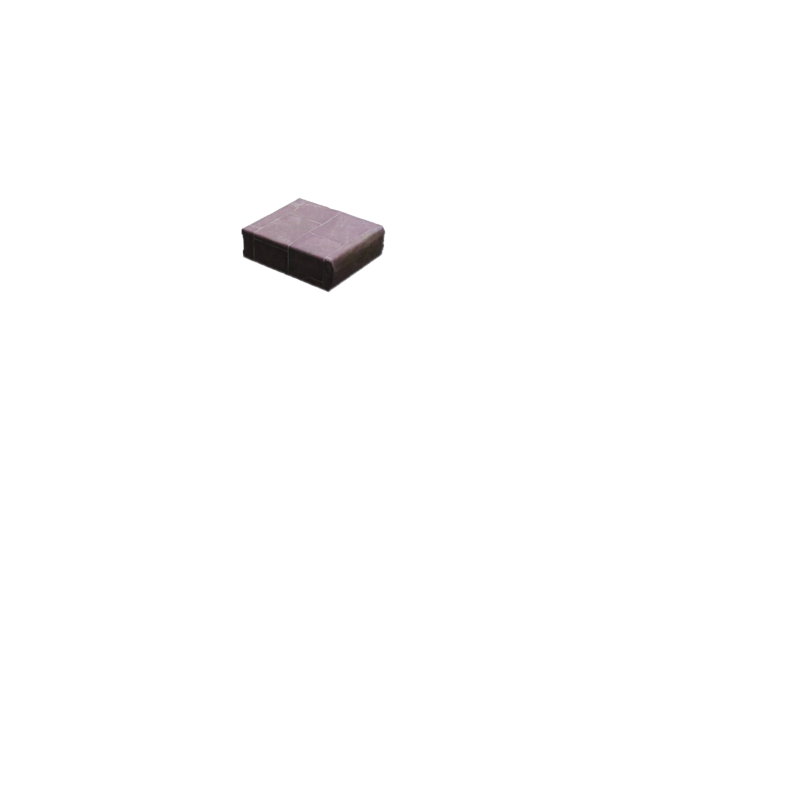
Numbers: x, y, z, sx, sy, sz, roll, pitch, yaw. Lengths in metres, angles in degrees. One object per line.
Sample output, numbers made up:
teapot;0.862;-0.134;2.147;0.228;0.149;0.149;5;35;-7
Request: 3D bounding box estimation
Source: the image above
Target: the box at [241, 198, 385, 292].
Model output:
box;-0.068;-0.125;0.875;0.094;0.028;0.074;22;39;30
